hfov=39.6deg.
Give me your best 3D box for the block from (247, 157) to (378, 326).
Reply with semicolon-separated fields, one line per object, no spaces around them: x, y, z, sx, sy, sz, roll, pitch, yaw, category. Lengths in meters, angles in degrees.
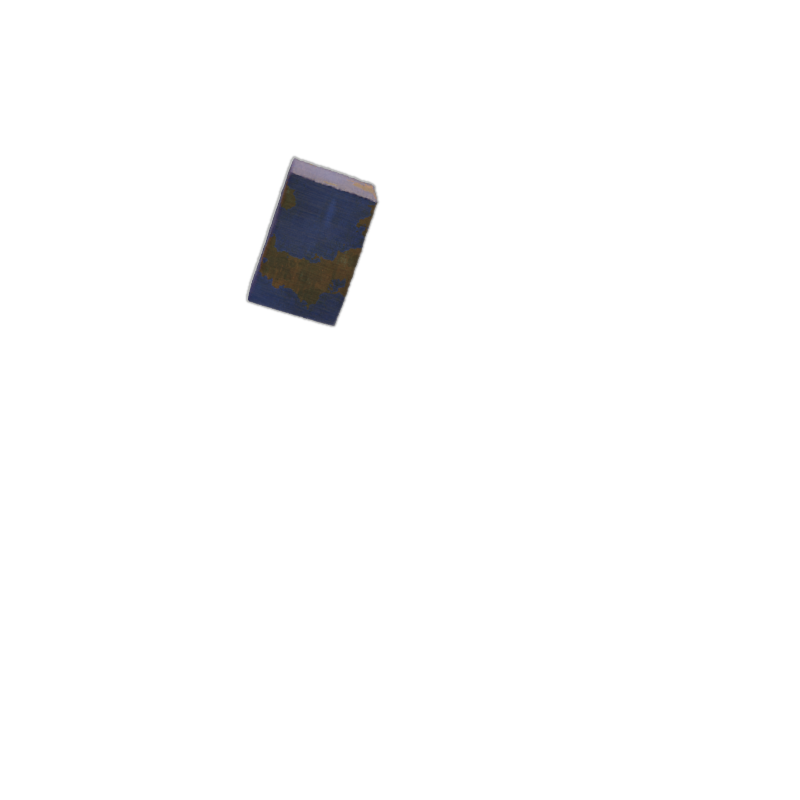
-0.049;-0.090;0.628;0.052;0.076;0.053;19;13;-7;block
